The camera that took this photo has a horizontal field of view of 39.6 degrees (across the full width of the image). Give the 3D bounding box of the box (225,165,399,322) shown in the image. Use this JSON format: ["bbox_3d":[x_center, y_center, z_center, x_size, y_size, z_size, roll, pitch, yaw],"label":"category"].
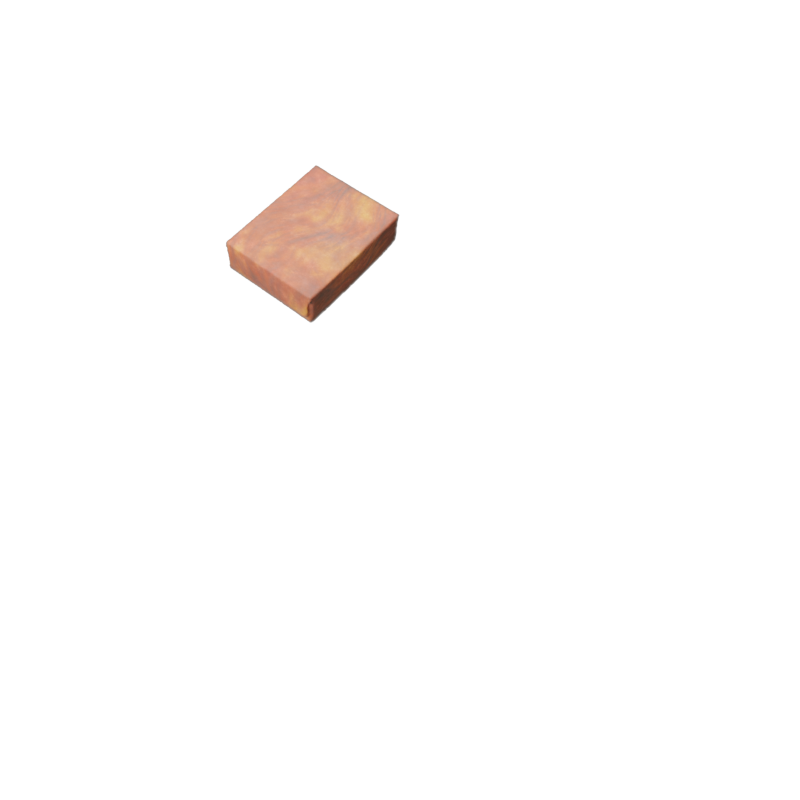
[{"bbox_3d":[-0.070,-0.127,0.892,0.095,0.115,0.036,33,-31,22],"label":"box"}]
